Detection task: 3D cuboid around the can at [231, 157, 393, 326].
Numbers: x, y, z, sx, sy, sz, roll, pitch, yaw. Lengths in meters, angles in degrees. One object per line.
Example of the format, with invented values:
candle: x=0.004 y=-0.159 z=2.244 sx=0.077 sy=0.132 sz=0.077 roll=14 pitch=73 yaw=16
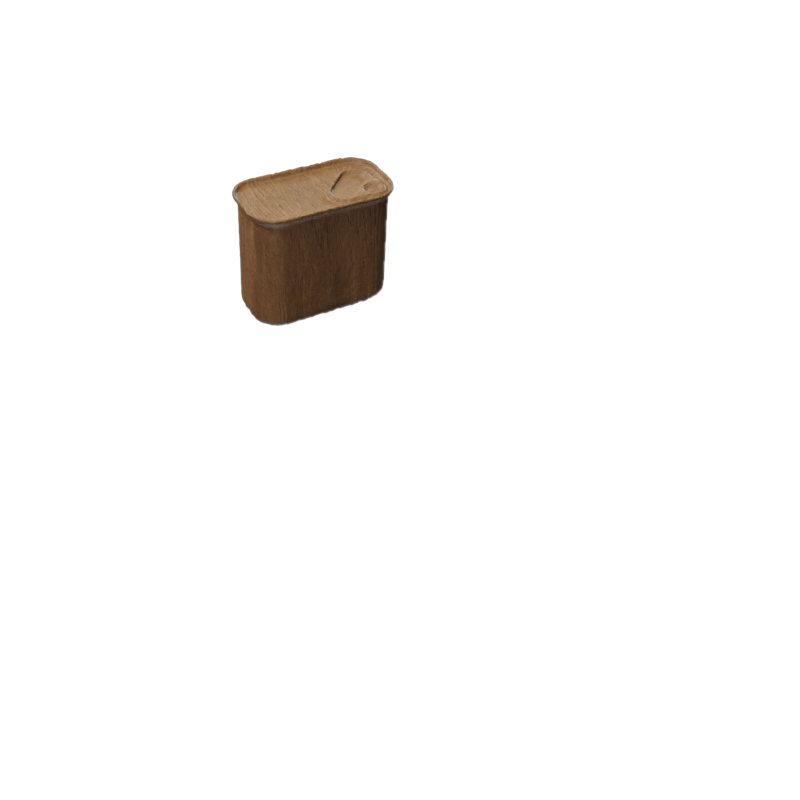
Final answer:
can: x=-0.057 y=-0.105 z=0.733 sx=0.101 sy=0.078 sz=0.062 roll=-17 pitch=40 yaw=-23
